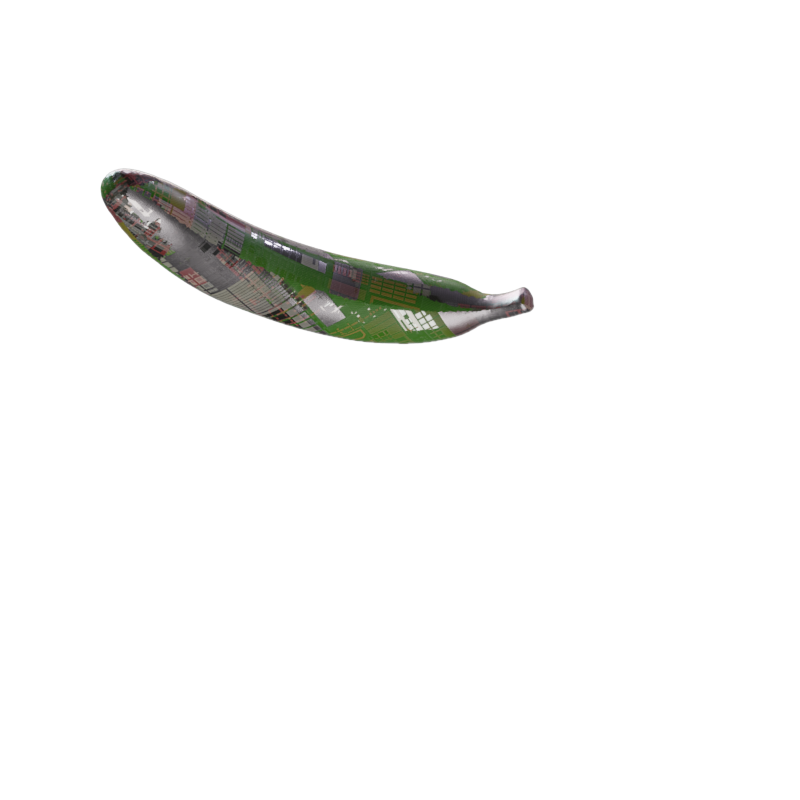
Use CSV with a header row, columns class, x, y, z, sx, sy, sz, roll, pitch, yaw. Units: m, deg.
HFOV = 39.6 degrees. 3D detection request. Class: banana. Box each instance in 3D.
class,x,y,z,sx,sy,sz,roll,pitch,yaw
banana,-0.042,-0.059,0.496,0.191,0.039,0.067,12,-35,-19
